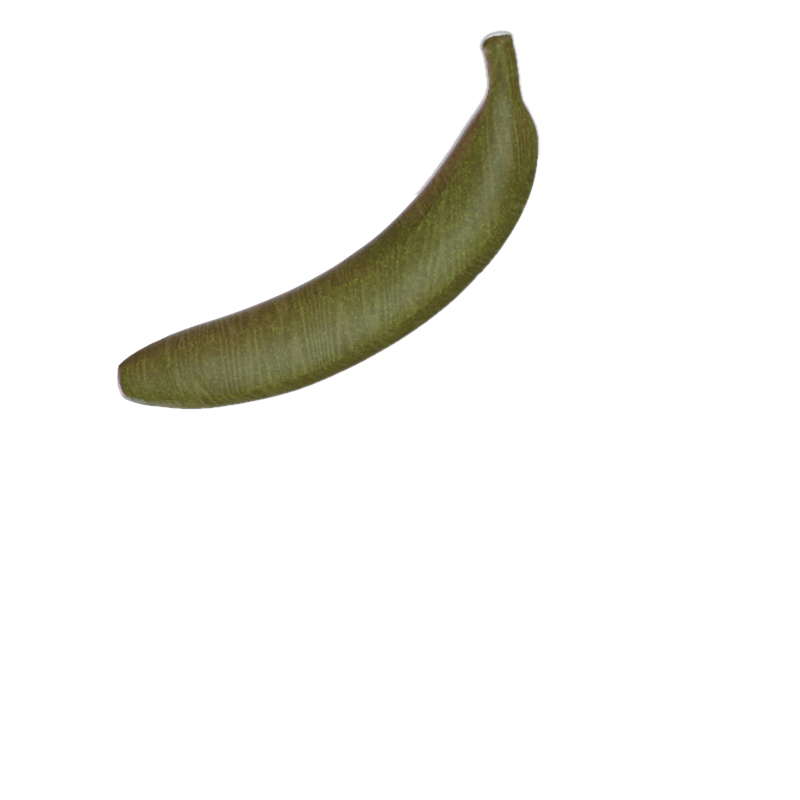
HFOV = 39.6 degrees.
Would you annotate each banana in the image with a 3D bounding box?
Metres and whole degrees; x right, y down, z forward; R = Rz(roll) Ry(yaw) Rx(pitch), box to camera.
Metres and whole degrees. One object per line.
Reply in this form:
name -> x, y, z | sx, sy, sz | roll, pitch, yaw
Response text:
banana -> -0.017, -0.049, 0.417 | 0.196, 0.067, 0.038 | -40, 16, 13
